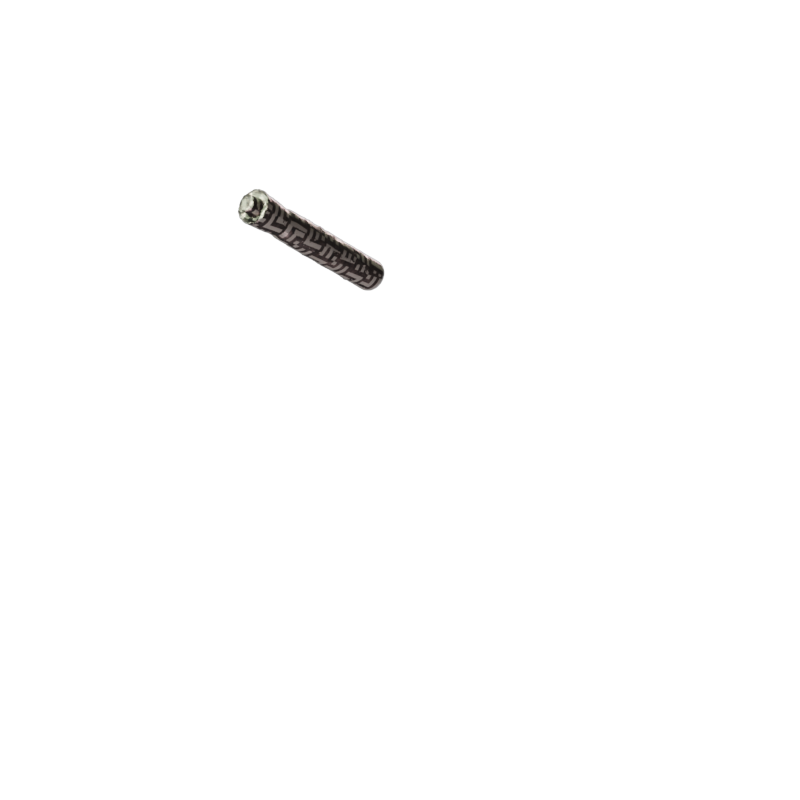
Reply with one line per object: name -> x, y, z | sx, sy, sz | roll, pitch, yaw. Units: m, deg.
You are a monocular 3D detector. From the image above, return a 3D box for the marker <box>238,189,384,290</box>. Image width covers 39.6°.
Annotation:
marker -> -0.047, -0.085, 0.597 | 0.020, 0.020, 0.113 | 3, -12, 34
